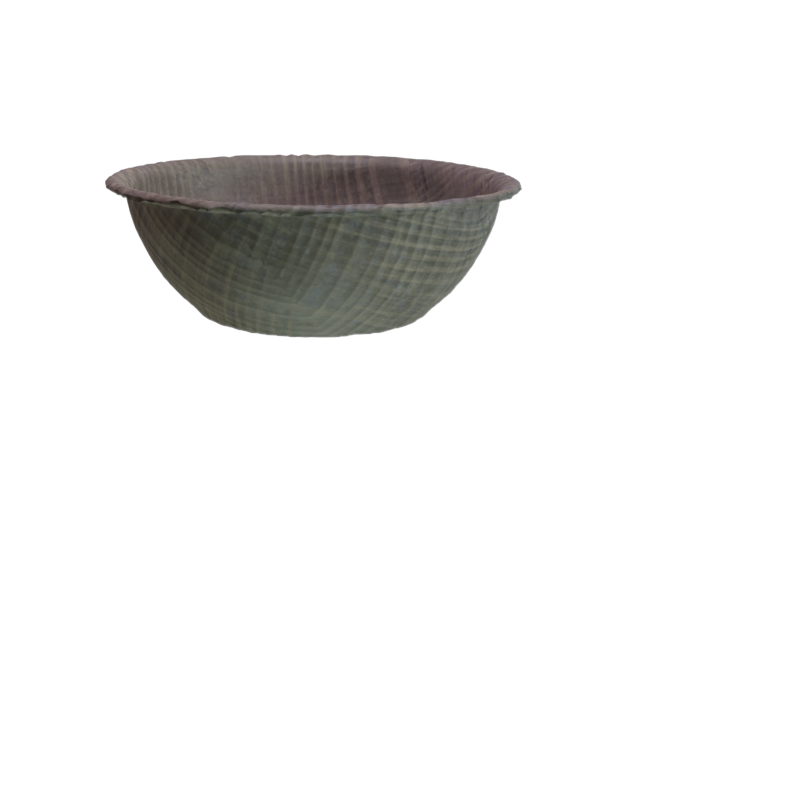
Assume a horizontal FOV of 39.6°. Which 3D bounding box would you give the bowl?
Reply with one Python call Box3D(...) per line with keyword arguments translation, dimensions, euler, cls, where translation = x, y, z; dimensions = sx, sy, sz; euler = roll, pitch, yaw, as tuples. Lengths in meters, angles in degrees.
Box3D(translation=(-0.035, -0.063, 0.442), dimensions=(0.162, 0.053, 0.168), euler=(-1, 18, -2), cls="bowl")
